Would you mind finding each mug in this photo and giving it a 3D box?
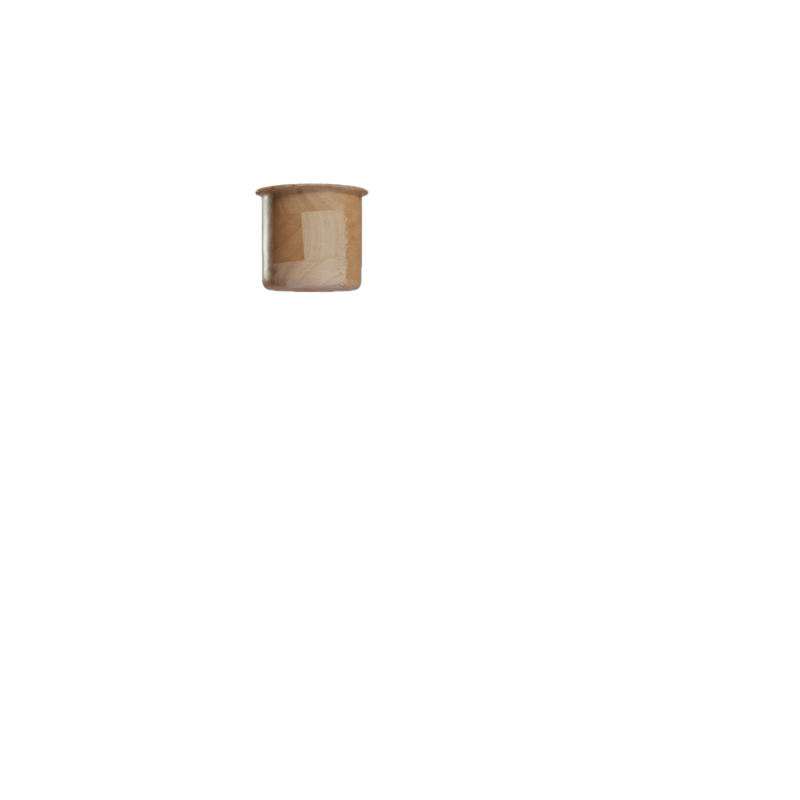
[{"bbox_3d":[-0.072,-0.131,0.918,0.094,0.082,0.116,0,0,3],"label":"mug"}]
